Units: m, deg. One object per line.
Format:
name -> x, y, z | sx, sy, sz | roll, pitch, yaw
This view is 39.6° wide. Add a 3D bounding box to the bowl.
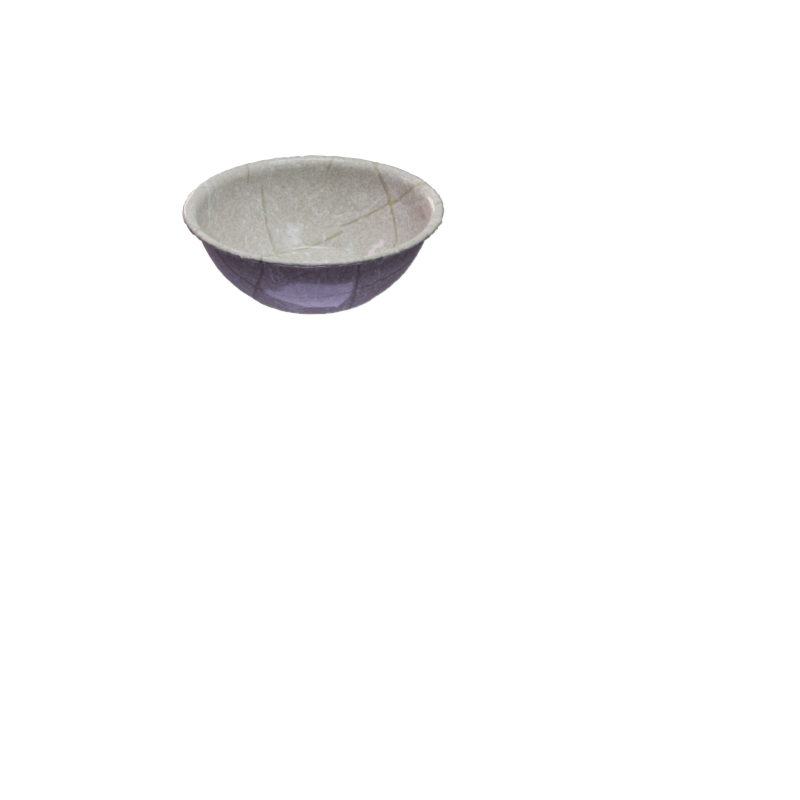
bowl -> -0.055, -0.100, 0.699 | 0.162, 0.052, 0.172 | -1, 32, -2
